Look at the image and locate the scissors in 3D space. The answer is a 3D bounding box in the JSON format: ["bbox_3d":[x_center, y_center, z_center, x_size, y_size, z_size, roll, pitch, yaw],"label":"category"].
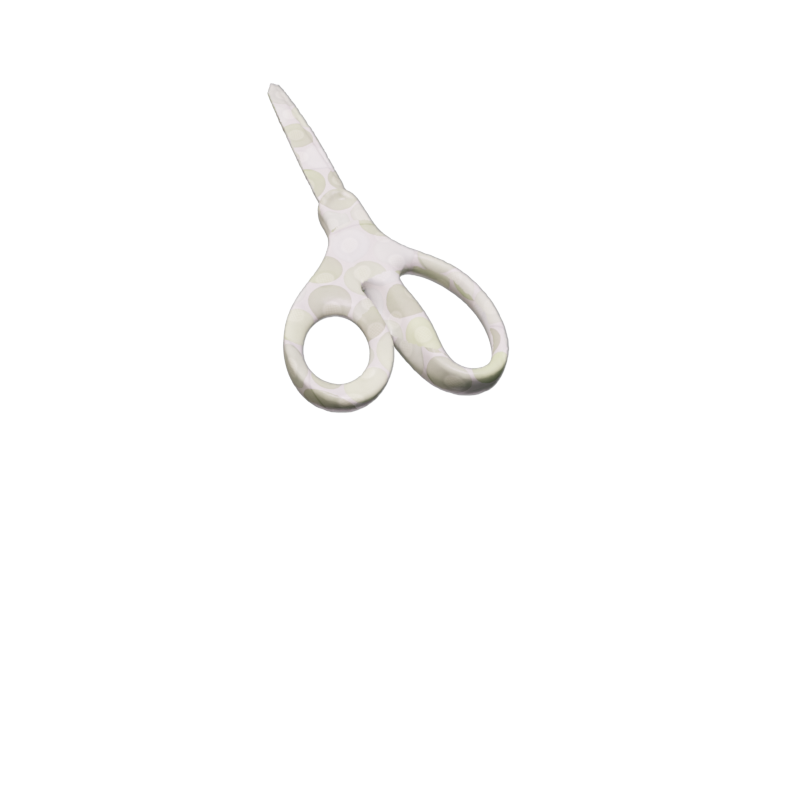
[{"bbox_3d":[-0.037,-0.068,0.478,0.096,0.015,0.217,-28,55,-22],"label":"scissors"}]
